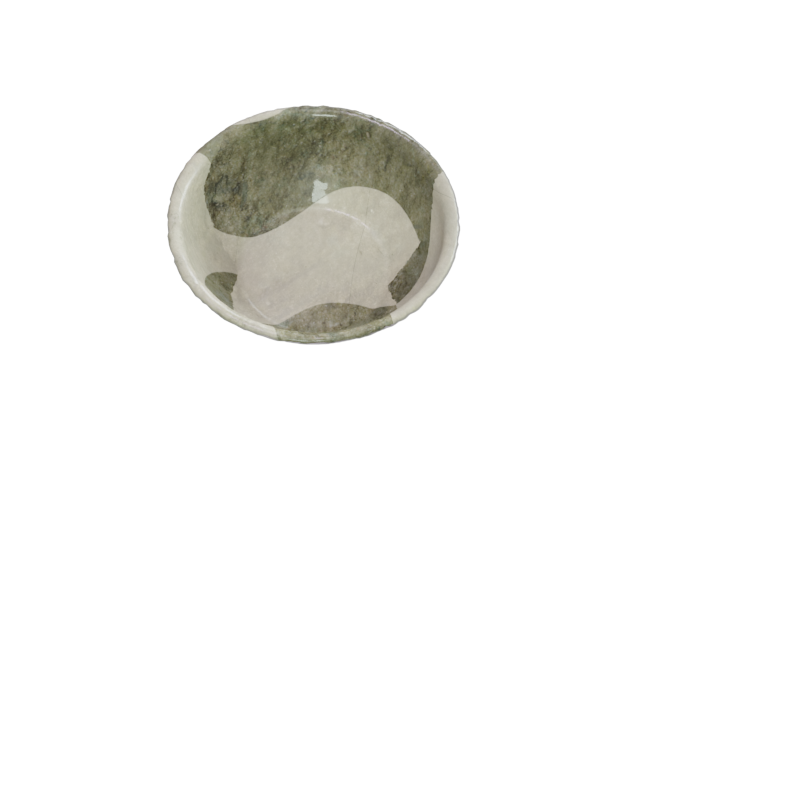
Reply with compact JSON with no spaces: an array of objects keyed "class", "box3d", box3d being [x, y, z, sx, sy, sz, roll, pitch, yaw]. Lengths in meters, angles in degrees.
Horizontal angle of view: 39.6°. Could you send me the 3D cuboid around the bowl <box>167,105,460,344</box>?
[{"class":"bowl","box3d":[-0.049,-0.090,0.631,0.162,0.173,0.052,-1,-32,-1]}]
